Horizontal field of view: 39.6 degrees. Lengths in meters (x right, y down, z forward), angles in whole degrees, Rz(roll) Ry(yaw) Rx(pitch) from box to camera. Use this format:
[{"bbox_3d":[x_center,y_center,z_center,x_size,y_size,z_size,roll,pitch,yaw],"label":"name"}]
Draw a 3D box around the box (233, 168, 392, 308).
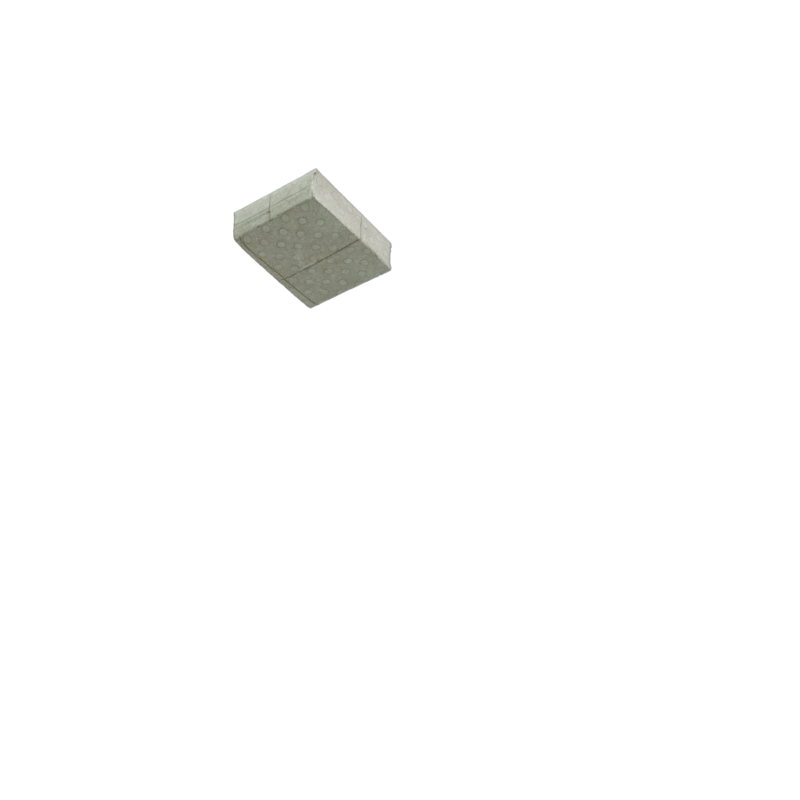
[{"bbox_3d":[-0.074,-0.135,0.943,0.090,0.042,0.105,-24,-44,27],"label":"box"}]
